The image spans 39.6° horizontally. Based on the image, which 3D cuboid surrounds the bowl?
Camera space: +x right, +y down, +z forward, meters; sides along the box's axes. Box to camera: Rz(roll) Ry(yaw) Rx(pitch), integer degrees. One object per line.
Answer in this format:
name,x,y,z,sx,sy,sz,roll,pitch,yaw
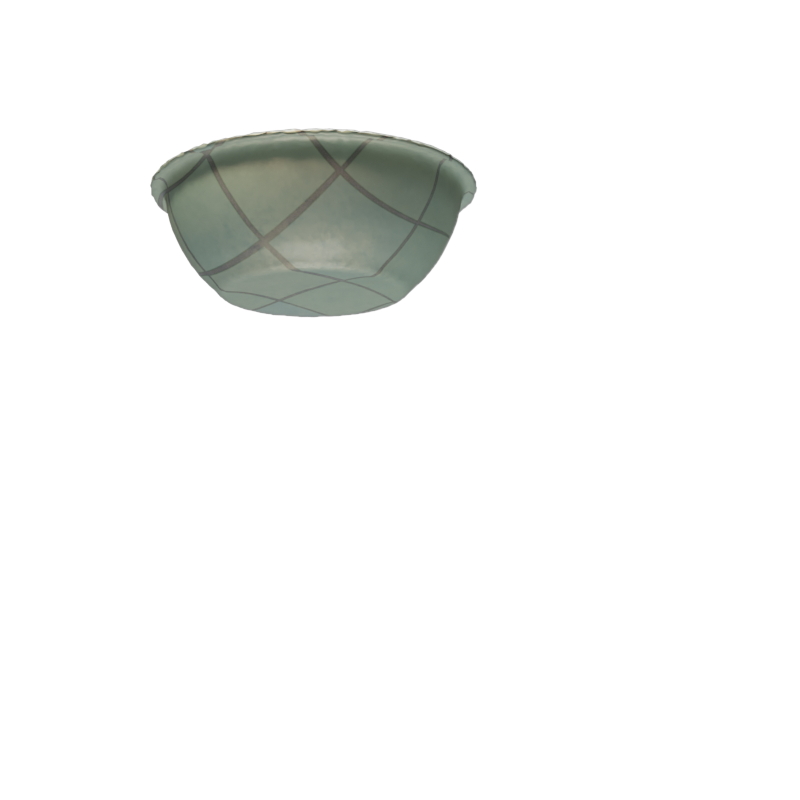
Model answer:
bowl,-0.043,-0.078,0.546,0.162,0.057,0.157,0,-11,-2
